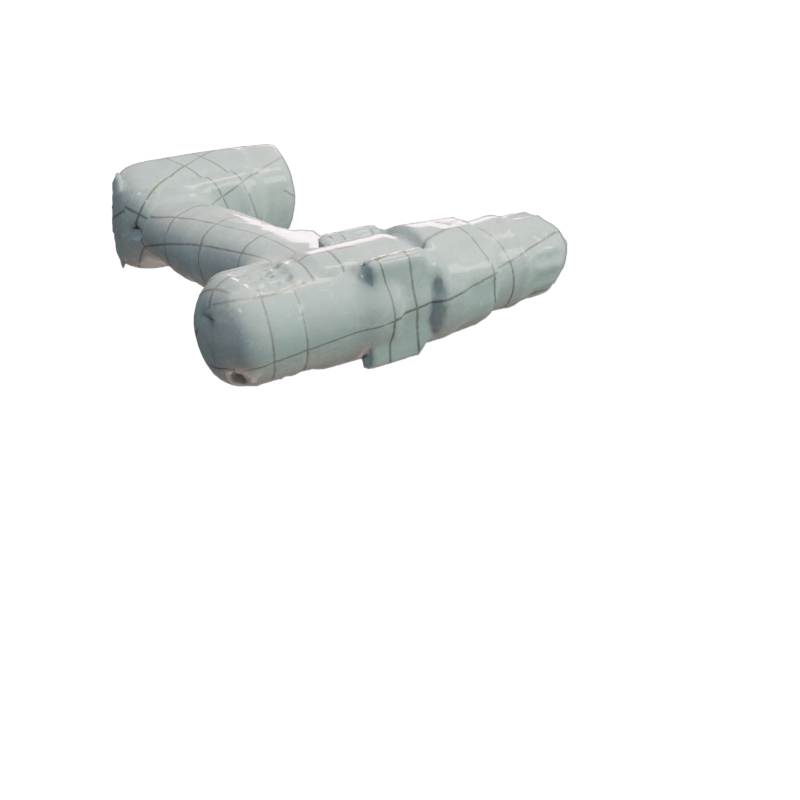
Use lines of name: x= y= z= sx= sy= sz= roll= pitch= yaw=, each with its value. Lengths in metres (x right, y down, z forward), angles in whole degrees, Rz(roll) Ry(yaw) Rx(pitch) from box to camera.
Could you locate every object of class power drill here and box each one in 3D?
power drill: x=-0.041 y=-0.076 z=0.530 sx=0.181 sy=0.055 sz=0.200 roll=-16 pitch=29 yaw=-31
